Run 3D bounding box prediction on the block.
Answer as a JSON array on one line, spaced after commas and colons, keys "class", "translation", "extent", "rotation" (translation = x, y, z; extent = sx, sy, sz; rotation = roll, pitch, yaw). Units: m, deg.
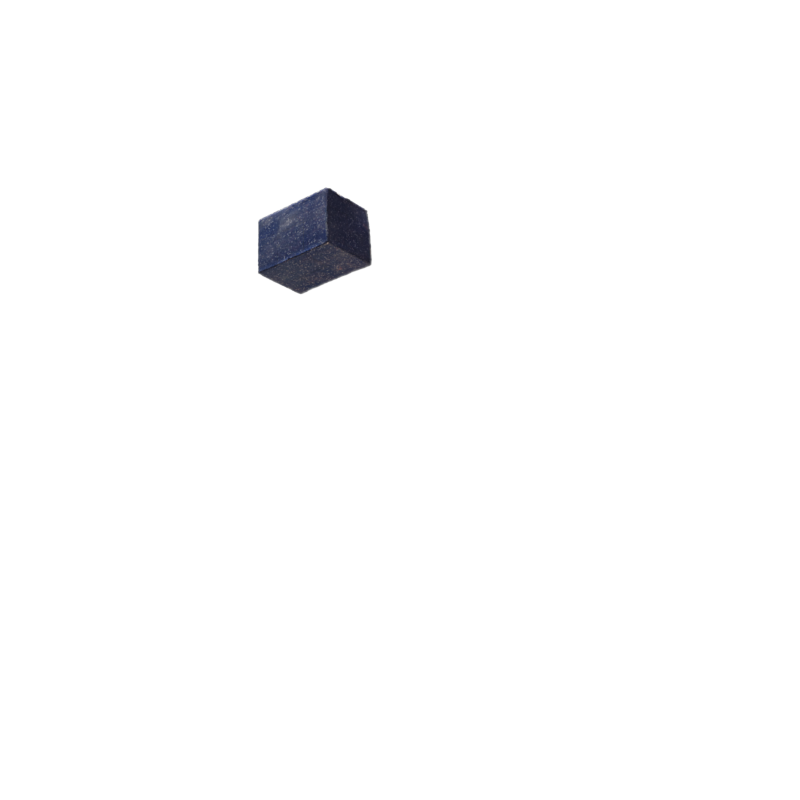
[{"class": "block", "translation": [-0.069, -0.126, 0.881], "extent": [0.079, 0.054, 0.049], "rotation": [-19, -30, 35]}]
